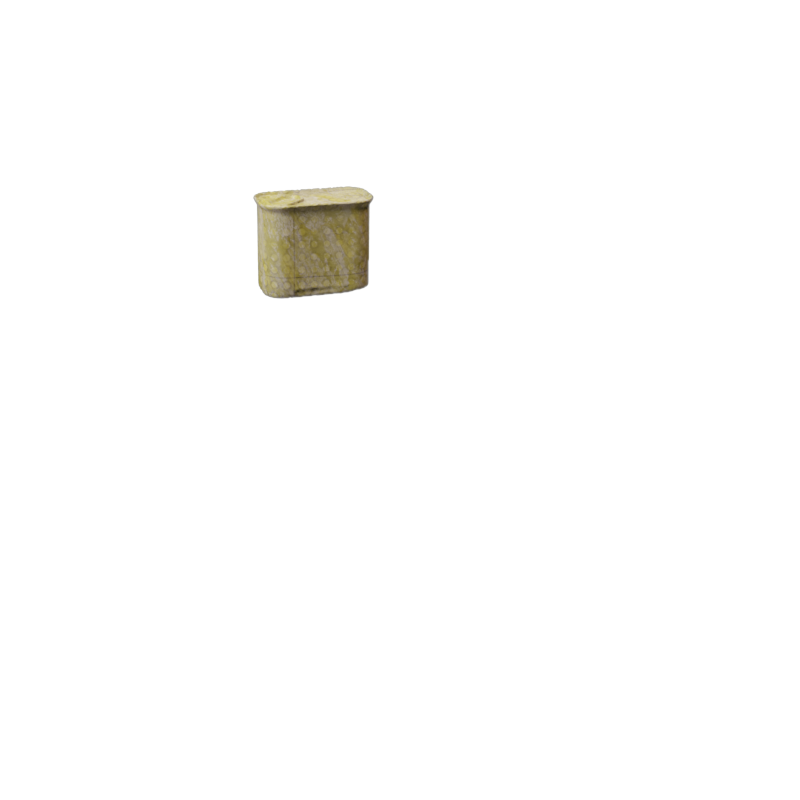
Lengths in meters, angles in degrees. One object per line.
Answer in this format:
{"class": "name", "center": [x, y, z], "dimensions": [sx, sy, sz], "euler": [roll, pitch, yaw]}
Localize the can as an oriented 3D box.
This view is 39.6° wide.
{"class": "can", "center": [-0.076, -0.139, 0.975], "dimensions": [0.100, 0.080, 0.061], "euler": [-6, 20, -16]}
